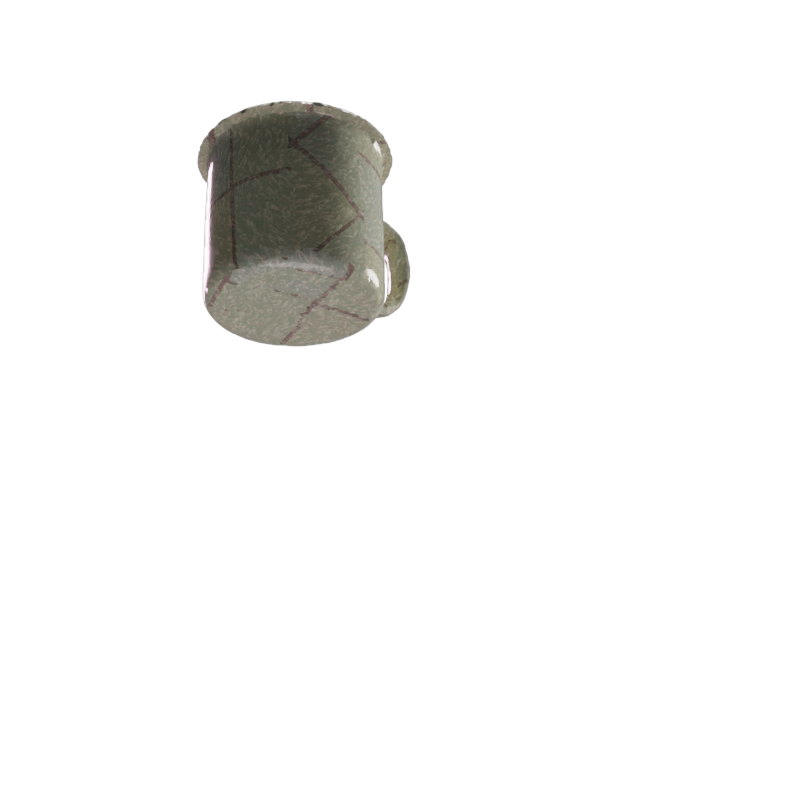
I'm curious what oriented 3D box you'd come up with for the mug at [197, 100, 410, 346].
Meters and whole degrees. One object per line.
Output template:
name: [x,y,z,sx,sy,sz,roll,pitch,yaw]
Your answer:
mug: [-0.041,-0.074,0.518,0.110,0.087,0.093,24,-37,-39]
